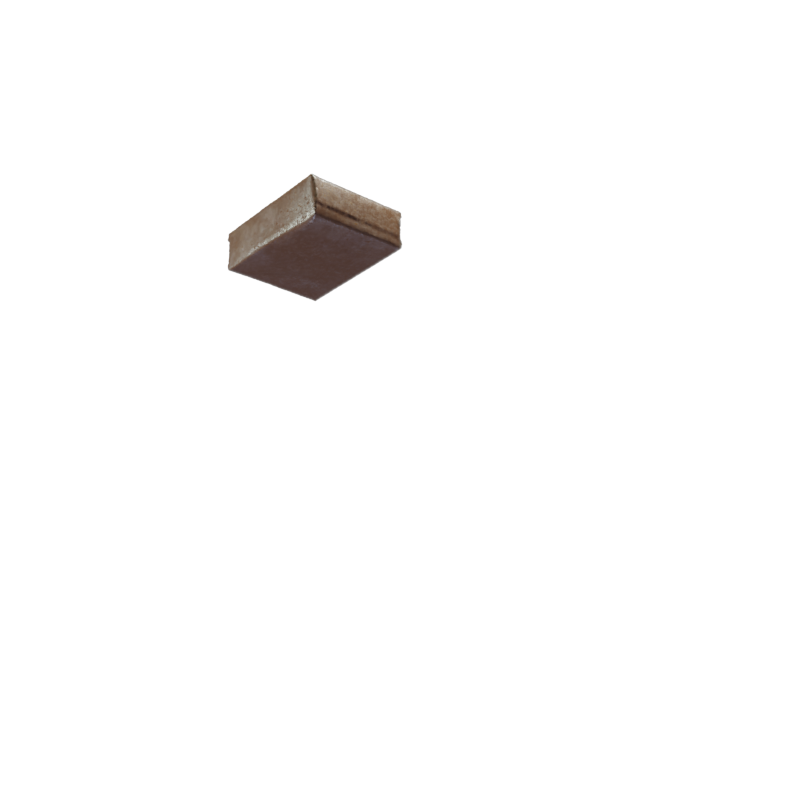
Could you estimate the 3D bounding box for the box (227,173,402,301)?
[{"bbox_3d":[-0.068,-0.124,0.867,0.085,0.041,0.114,18,-29,-37],"label":"box"}]
